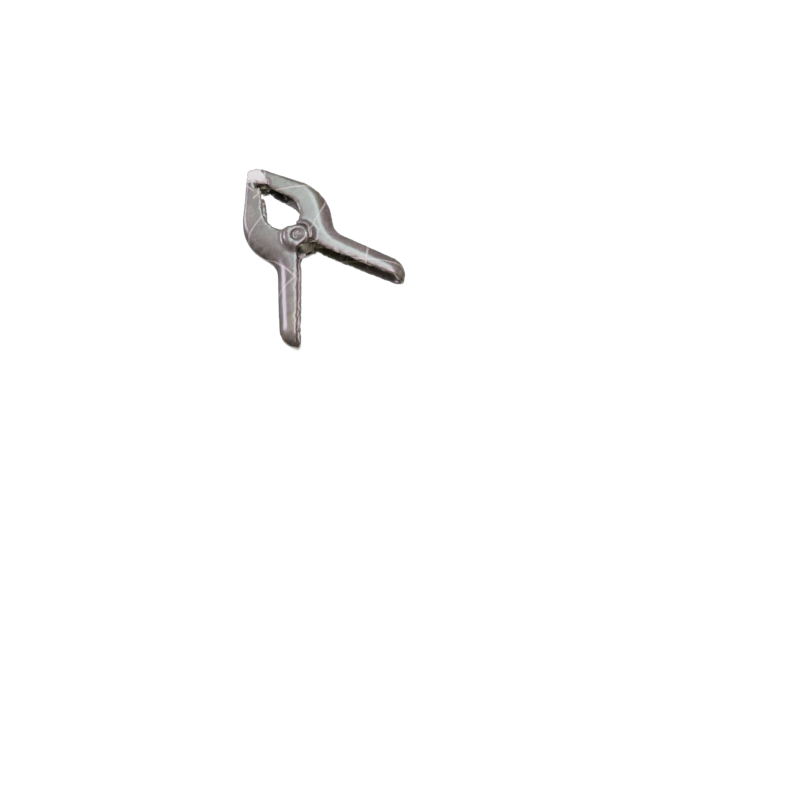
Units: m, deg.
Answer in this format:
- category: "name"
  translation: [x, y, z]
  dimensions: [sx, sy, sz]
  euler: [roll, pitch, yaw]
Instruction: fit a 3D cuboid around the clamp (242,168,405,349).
- category: "clamp"
  translation: [-0.077, -0.140, 0.979]
  dimensions: [0.120, 0.181, 0.037]
  euler: [-22, -22, -10]
